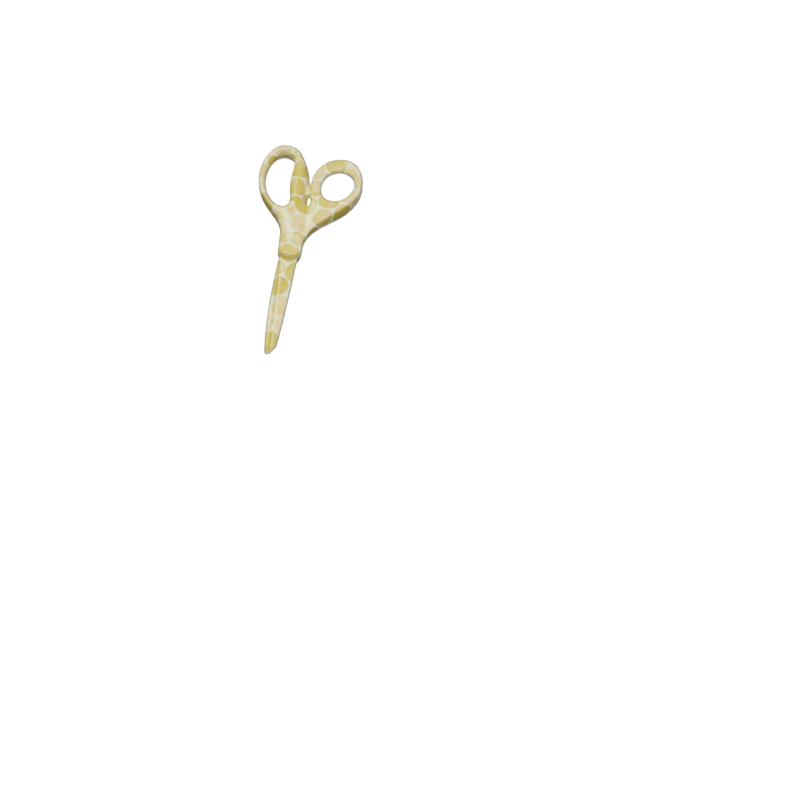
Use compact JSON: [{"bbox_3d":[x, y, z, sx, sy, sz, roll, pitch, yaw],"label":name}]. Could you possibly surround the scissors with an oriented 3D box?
[{"bbox_3d":[-0.070,-0.127,0.891,0.096,0.217,0.015,-7,-34,-5],"label":"scissors"}]
